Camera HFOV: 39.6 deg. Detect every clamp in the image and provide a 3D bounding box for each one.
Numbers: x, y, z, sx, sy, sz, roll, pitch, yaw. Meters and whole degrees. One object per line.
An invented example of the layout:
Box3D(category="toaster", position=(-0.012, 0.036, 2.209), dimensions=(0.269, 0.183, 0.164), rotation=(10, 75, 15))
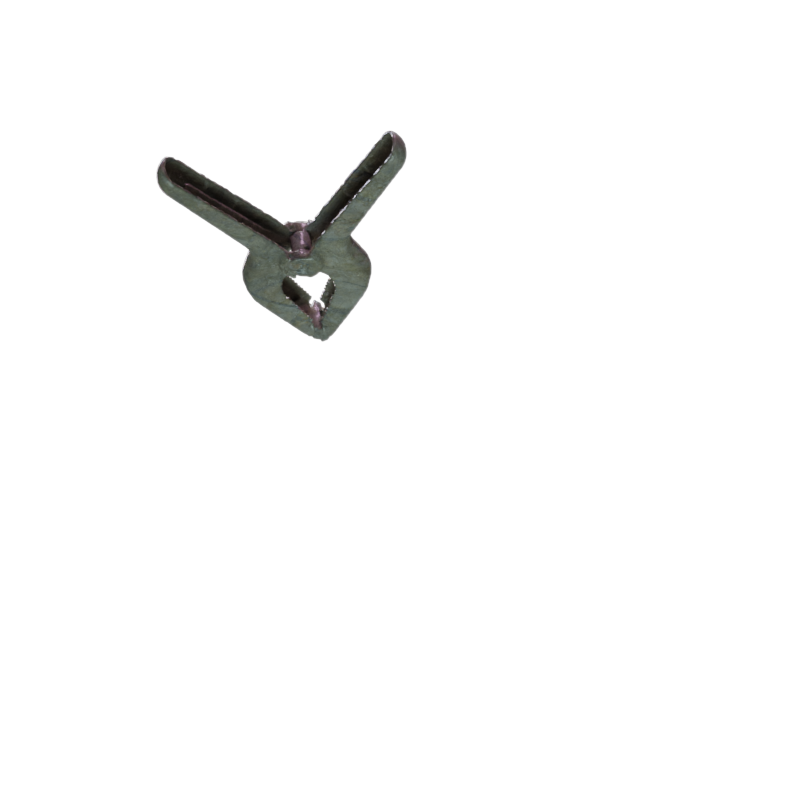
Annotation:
Box3D(category="clamp", position=(-0.062, -0.113, 0.789), dimensions=(0.166, 0.039, 0.194), rotation=(-8, -35, 11))
